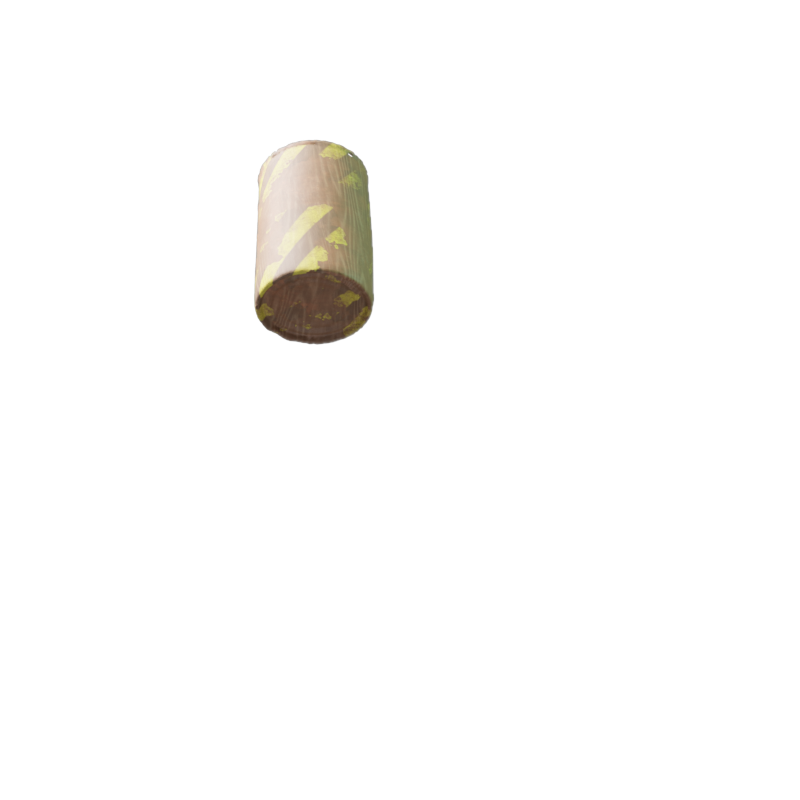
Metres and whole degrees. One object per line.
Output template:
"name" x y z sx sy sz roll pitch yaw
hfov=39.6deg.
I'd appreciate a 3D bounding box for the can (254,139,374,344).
"can" -0.050 -0.092 0.645 0.068 0.110 0.064 -1 -39 -3
